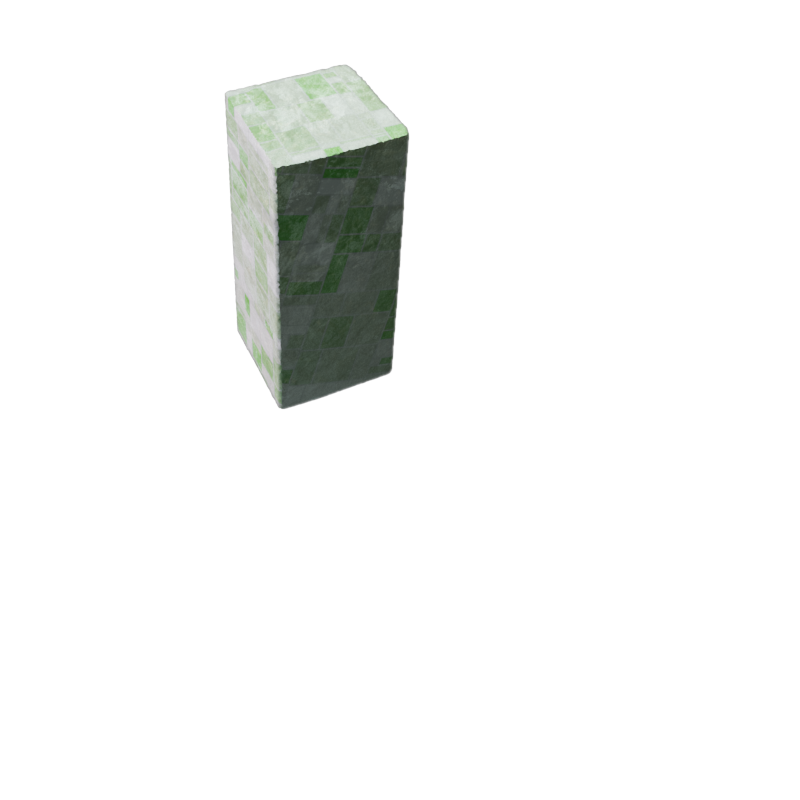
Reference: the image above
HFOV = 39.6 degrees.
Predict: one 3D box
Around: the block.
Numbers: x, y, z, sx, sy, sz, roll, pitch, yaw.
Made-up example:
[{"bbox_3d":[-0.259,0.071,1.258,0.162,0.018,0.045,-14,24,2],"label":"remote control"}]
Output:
[{"bbox_3d":[-0.057,-0.106,0.741,0.089,0.192,0.098,-16,47,-20],"label":"block"}]
